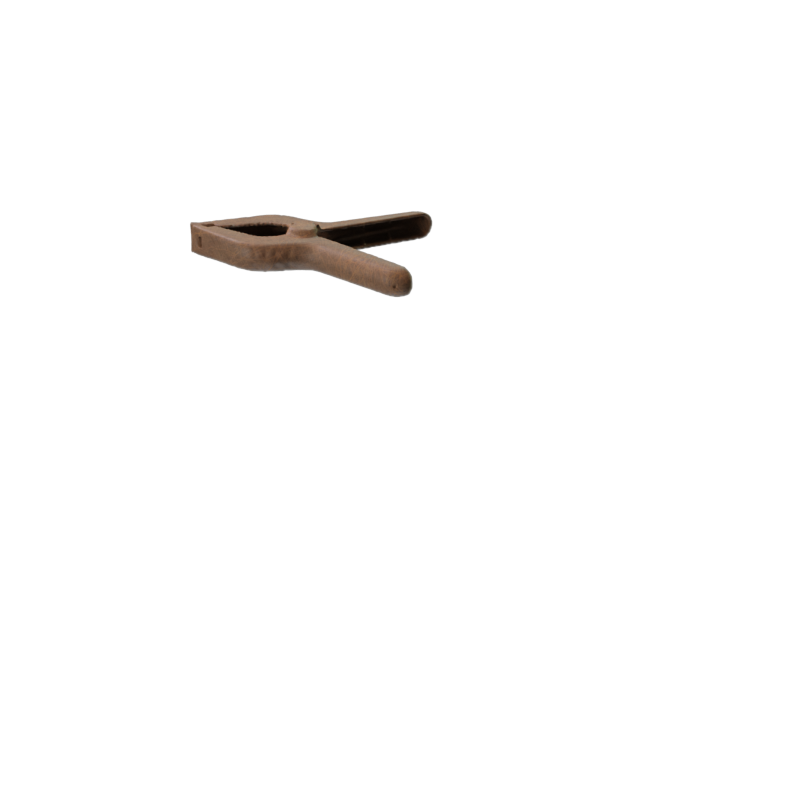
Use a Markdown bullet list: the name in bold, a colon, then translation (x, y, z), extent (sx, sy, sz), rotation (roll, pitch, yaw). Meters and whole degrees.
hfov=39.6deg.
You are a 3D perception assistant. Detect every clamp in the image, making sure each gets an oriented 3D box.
- **clamp**: translation (-0.075, -0.136, 0.952), extent (0.215, 0.035, 0.168), rotation (7, 26, 15)
